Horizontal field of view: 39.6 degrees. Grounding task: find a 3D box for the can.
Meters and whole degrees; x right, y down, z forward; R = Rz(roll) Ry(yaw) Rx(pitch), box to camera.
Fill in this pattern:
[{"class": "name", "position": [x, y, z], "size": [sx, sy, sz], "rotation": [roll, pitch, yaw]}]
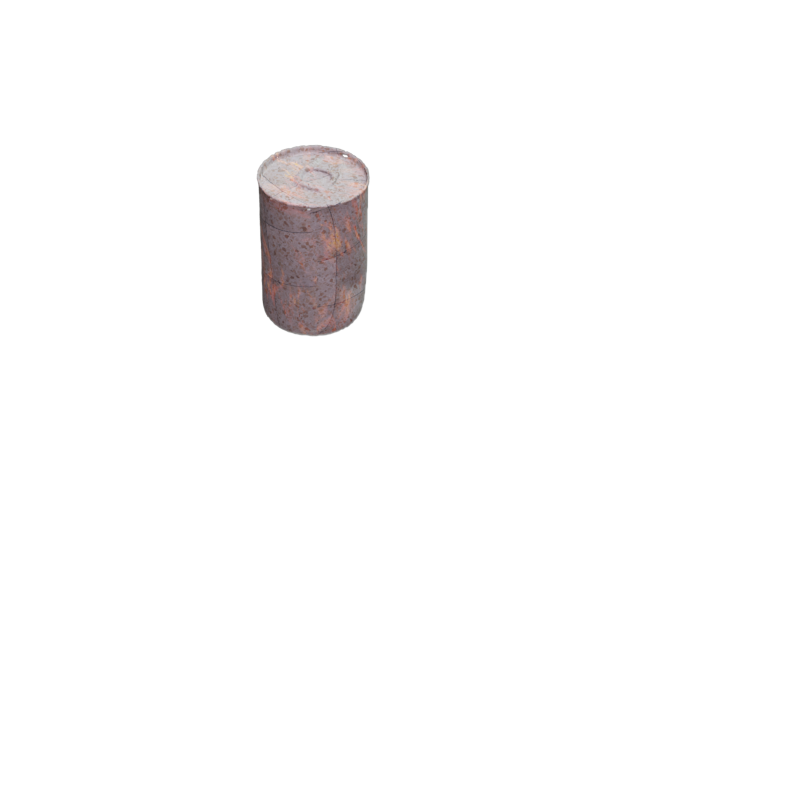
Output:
[{"class": "can", "position": [-0.054, -0.099, 0.696], "size": [0.068, 0.095, 0.073], "rotation": [0, 40, -3]}]
